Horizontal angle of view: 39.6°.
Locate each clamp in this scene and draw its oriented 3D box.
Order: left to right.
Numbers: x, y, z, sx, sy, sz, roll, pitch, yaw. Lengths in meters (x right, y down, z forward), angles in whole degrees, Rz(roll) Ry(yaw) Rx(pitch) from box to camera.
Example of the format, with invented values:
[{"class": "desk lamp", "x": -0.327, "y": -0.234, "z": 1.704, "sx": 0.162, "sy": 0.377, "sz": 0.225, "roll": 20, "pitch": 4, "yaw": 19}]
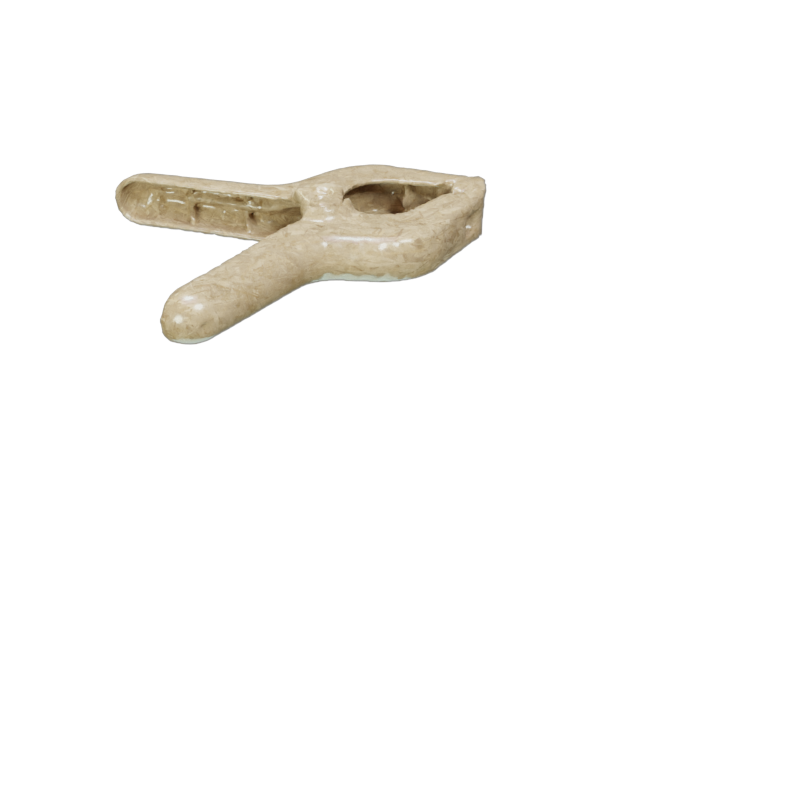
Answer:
[{"class": "clamp", "x": -0.038, "y": -0.070, "z": 0.490, "sx": 0.170, "sy": 0.037, "sz": 0.130, "roll": -7, "pitch": 42, "yaw": -8}]
